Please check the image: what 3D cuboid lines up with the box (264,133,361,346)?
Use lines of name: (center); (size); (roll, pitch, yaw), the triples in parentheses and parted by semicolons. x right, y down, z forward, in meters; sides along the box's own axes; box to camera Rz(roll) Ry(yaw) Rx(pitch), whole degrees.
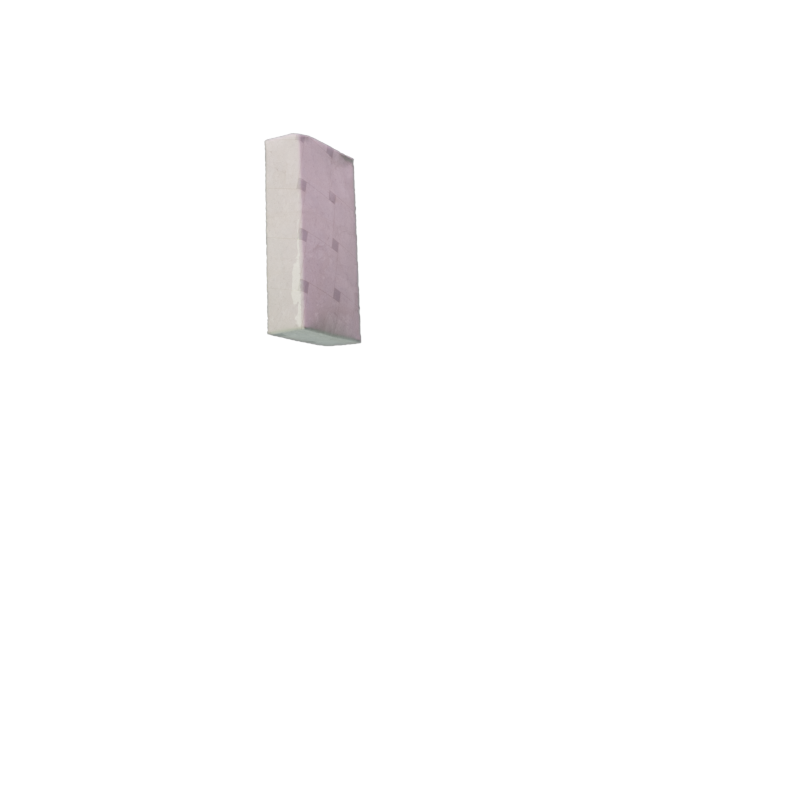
box: (-0.077, -0.140, 0.981); (0.049, 0.182, 0.088); (-9, -14, 31)
